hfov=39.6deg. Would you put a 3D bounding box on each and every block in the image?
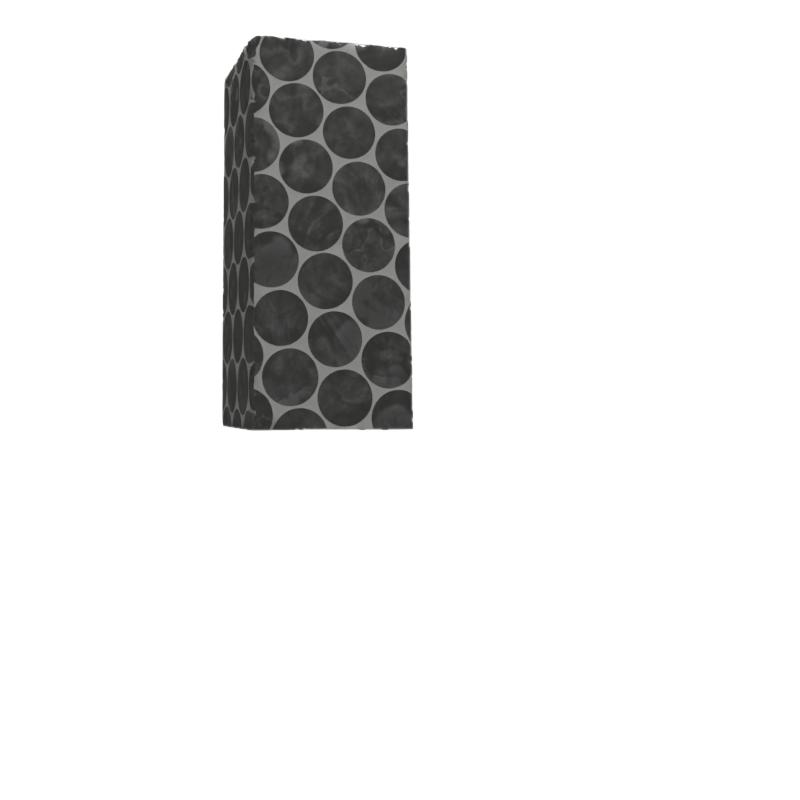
[{"bbox_3d":[-0.049,-0.089,0.623,0.088,0.210,0.091,1,-7,-17],"label":"block"}]
